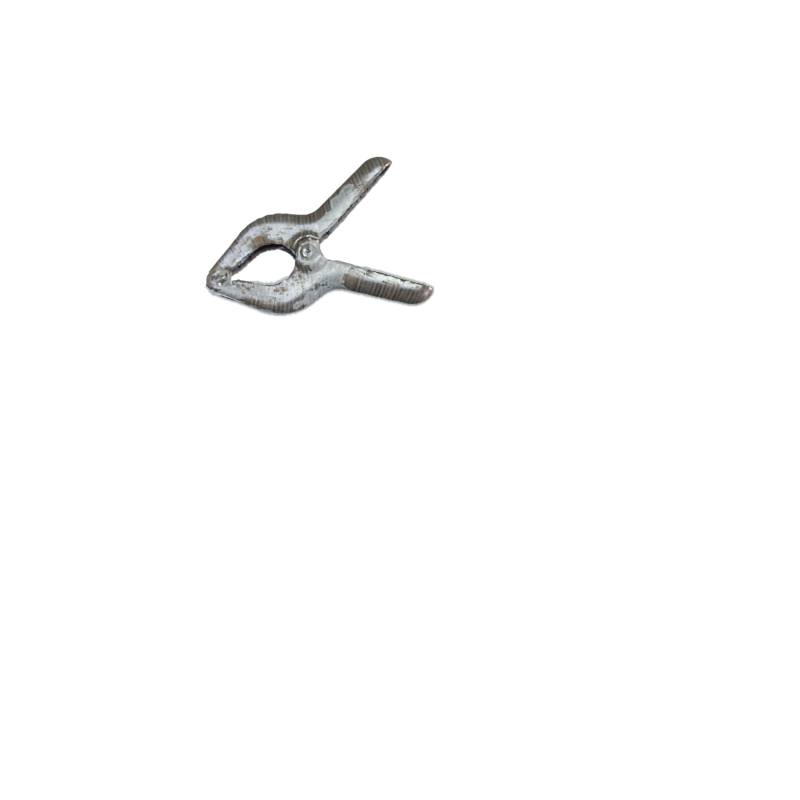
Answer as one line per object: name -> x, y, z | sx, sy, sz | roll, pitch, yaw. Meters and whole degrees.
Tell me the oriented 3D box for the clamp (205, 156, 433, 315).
clamp -> -0.067, -0.122, 0.857 | 0.171, 0.126, 0.037 | -8, -19, -3
